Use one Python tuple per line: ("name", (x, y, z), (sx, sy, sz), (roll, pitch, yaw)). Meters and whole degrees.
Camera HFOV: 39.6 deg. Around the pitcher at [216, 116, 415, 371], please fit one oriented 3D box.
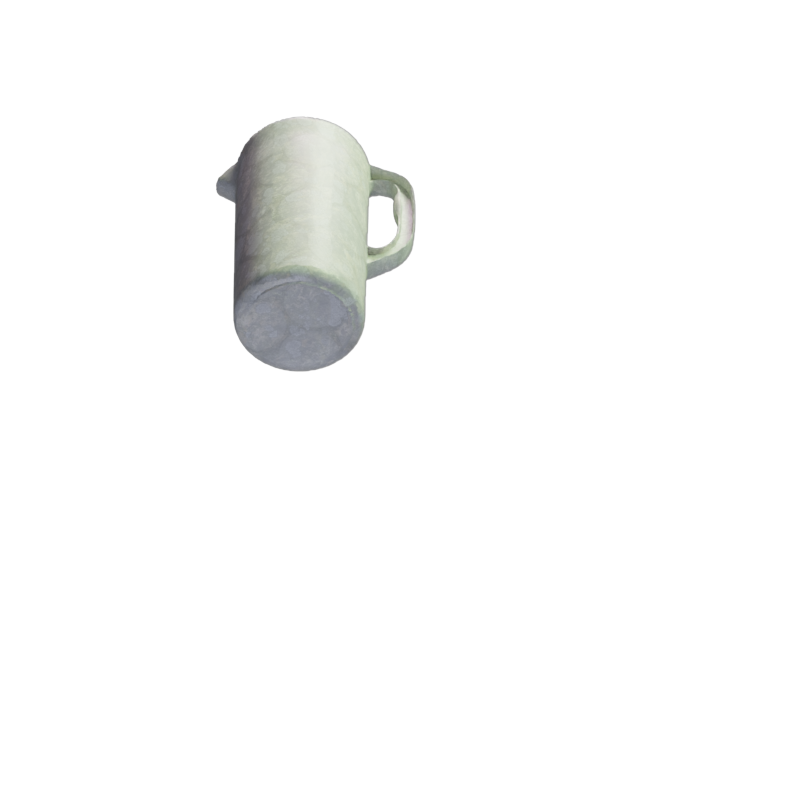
("pitcher", (-0.078, -0.142, 0.991), (0.148, 0.260, 0.136), (-37, -58, 24))
